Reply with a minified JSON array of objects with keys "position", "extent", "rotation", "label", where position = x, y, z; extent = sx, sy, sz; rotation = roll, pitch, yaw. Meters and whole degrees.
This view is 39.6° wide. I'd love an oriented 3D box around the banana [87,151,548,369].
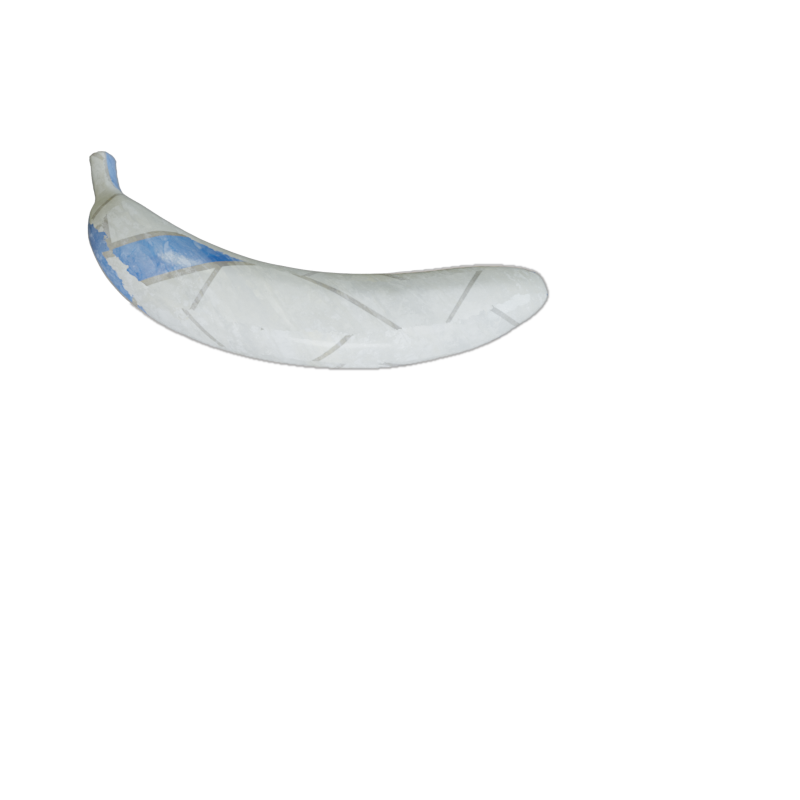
[{"position":[-0.044,-0.047,0.437],"extent":[0.200,0.072,0.035],"rotation":[17,-18,6],"label":"banana"}]
